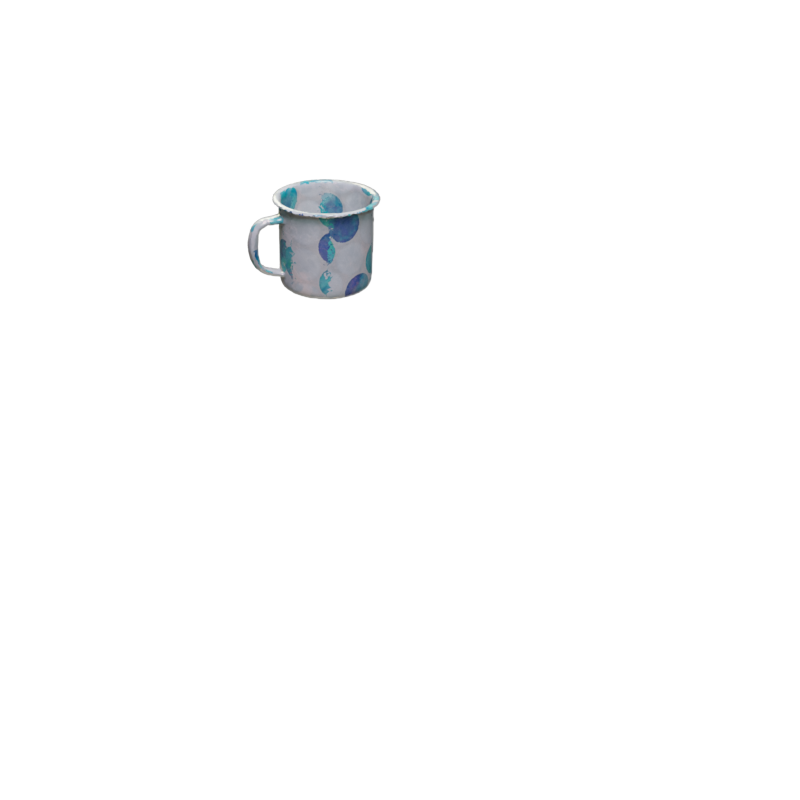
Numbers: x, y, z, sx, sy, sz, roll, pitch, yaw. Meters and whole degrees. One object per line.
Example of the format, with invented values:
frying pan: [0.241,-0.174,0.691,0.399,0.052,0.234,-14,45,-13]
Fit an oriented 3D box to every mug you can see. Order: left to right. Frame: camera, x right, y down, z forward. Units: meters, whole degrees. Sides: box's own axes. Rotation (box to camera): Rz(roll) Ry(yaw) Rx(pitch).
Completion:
mug: [-0.075,-0.138,0.963,0.115,0.077,0.100,-11,29,-21]
